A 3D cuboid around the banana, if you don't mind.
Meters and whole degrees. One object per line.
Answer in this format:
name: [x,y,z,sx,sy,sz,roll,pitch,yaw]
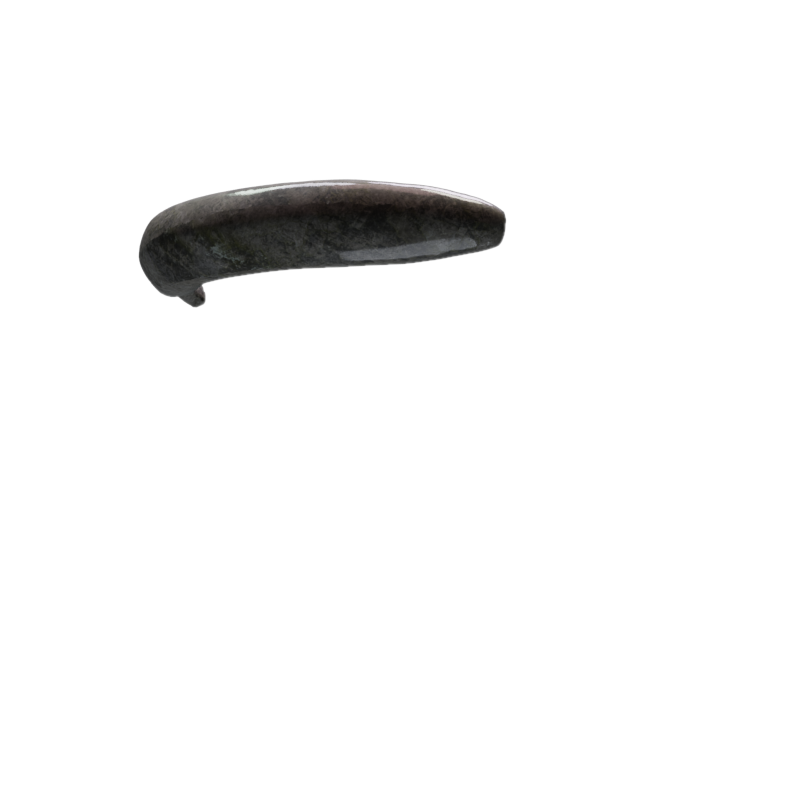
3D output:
banana: [-0.052,-0.068,0.464,0.204,0.037,0.066,-3,-5,44]
